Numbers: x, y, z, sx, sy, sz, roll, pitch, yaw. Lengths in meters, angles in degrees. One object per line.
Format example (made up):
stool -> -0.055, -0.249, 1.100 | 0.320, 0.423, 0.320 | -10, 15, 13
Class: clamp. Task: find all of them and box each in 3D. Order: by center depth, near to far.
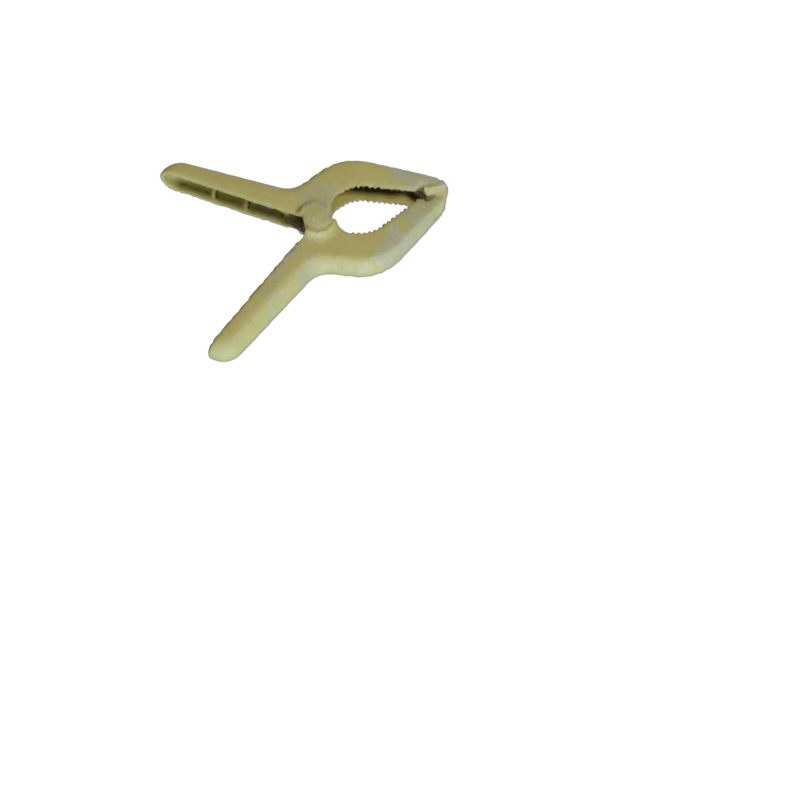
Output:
clamp -> -0.064, -0.116, 0.813 | 0.209, 0.175, 0.034 | -9, -26, -5
